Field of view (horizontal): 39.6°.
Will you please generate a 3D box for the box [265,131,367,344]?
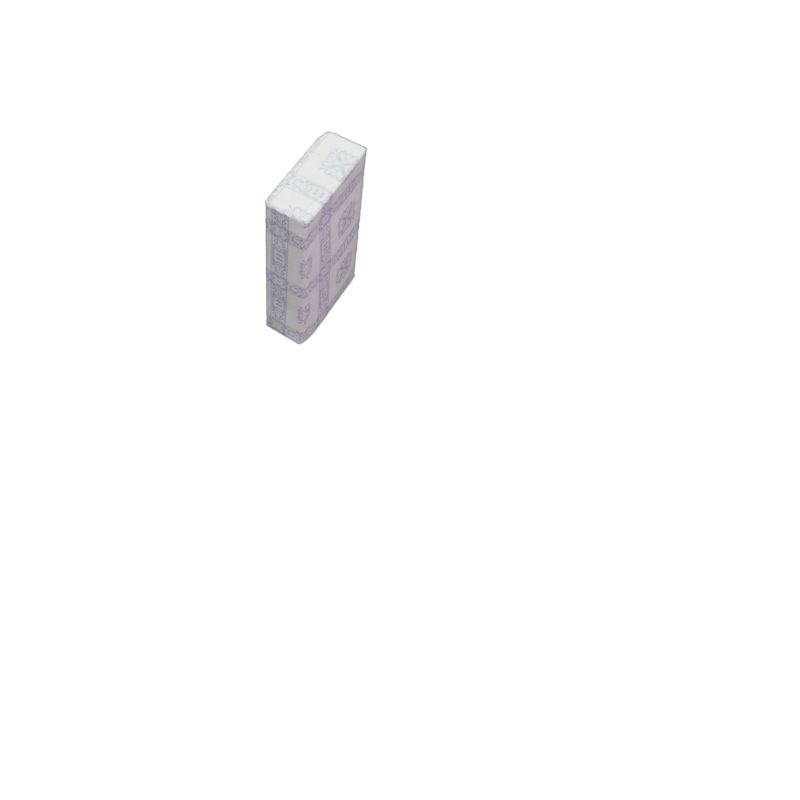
[{"bbox_3d":[-0.072,-0.132,0.920,0.050,0.096,0.165,26,-31,13],"label":"box"}]
